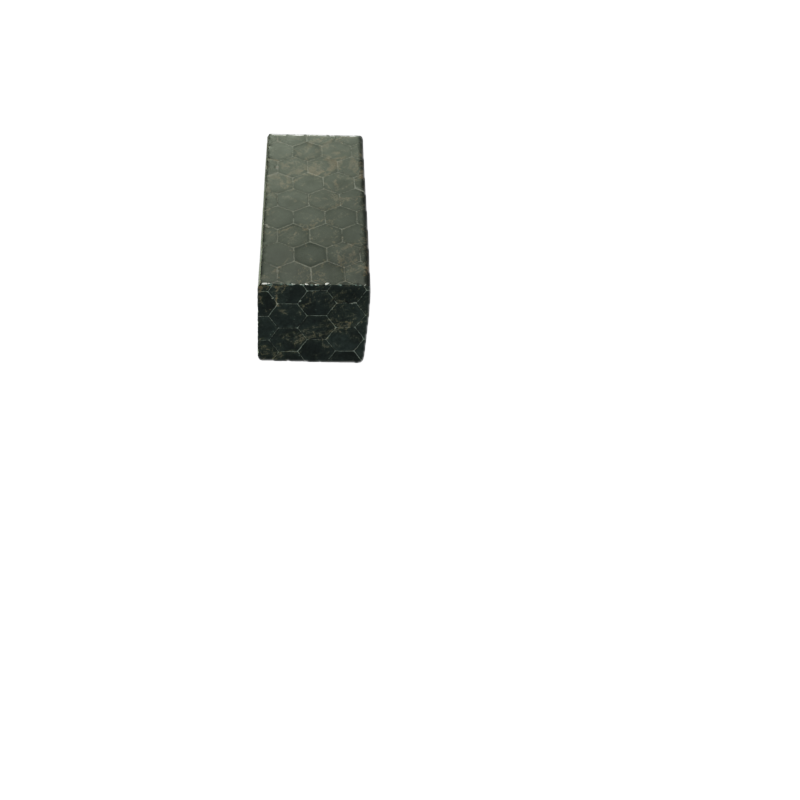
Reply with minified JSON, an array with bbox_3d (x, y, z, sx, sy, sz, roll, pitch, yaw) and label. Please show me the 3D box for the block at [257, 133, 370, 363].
[{"bbox_3d":[-0.076,-0.138,0.971,0.090,0.084,0.221,1,45,-4],"label":"block"}]
